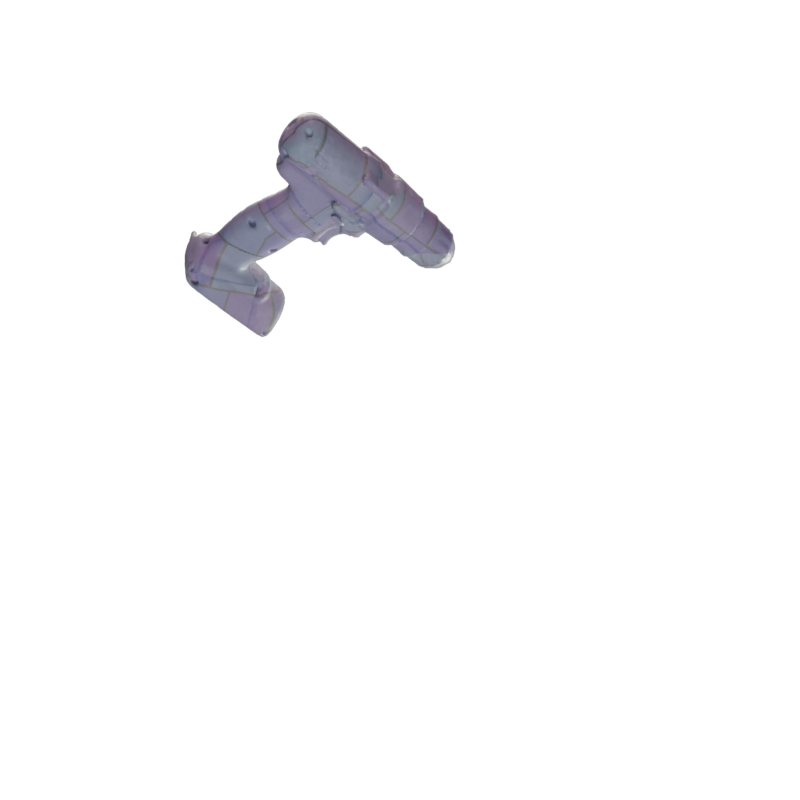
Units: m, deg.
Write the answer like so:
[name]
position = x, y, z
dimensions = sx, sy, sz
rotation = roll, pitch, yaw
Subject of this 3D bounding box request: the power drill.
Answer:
[power drill]
position = -0.072, -0.132, 0.923
dimensions = 0.186, 0.061, 0.174
rotation = -36, -59, 26
